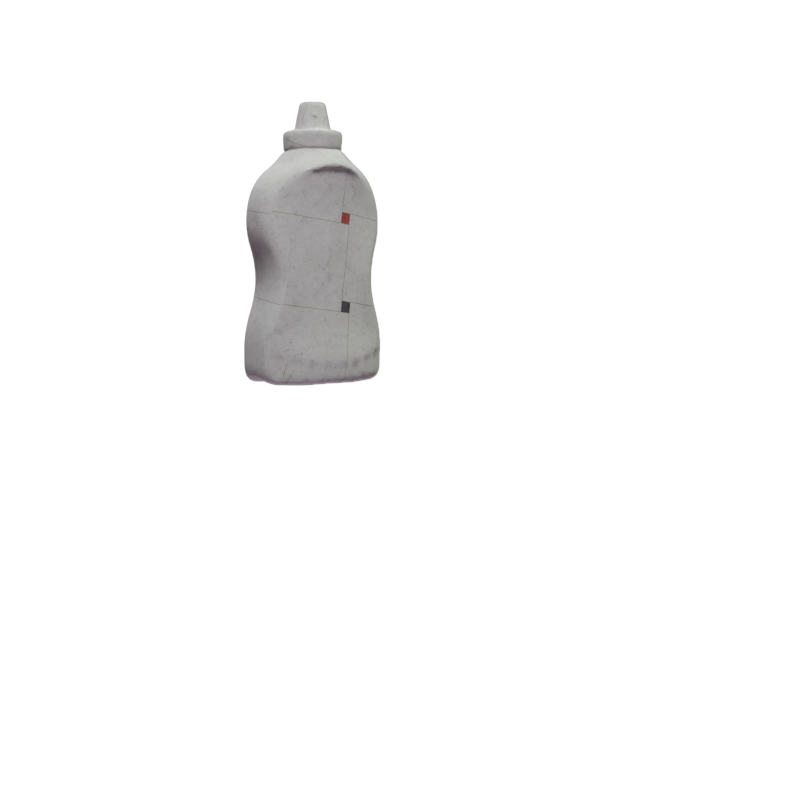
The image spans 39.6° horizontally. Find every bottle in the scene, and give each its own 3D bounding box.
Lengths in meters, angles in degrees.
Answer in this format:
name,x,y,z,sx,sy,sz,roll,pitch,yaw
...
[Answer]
name,x,y,z,sx,sy,sz,roll,pitch,yaw
bottle,-0.060,-0.109,0.764,0.093,0.192,0.060,0,0,-33
